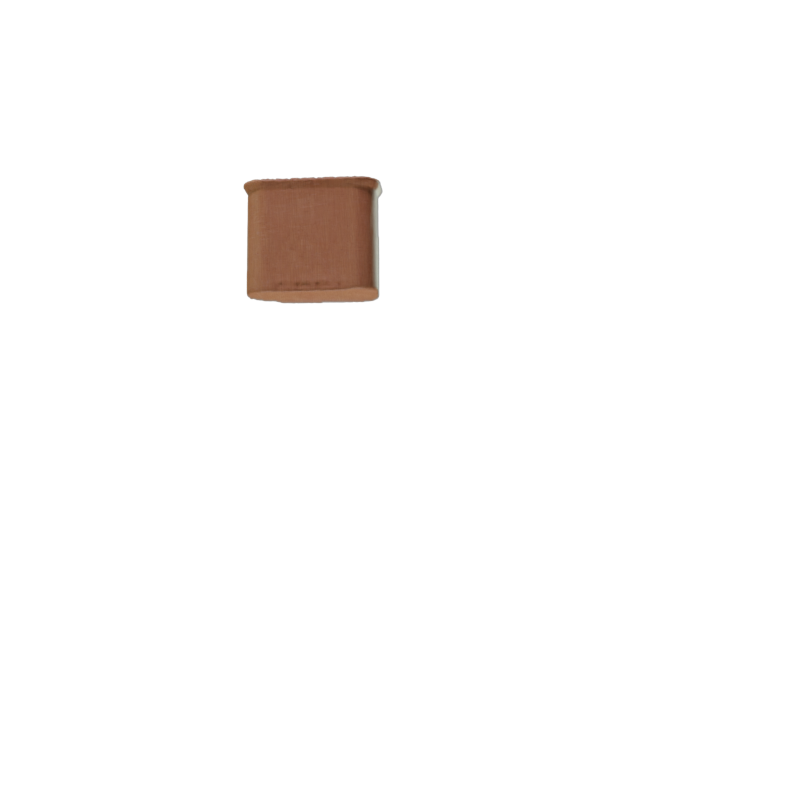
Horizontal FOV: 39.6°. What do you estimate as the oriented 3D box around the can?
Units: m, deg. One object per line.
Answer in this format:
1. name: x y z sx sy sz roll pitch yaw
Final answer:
1. can: -0.064 -0.117 0.818 0.103 0.086 0.055 -1 -10 6
